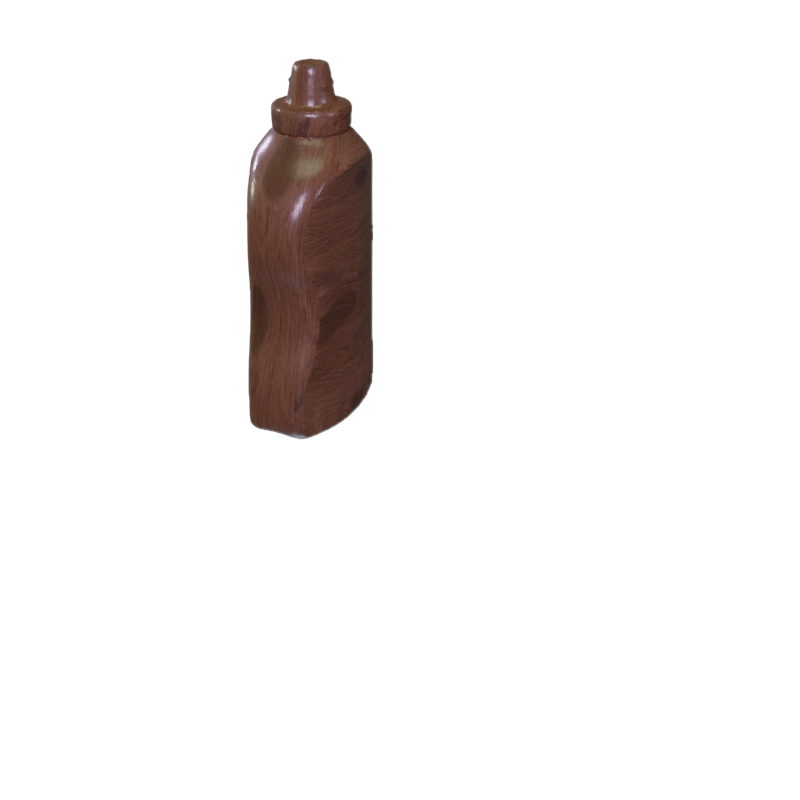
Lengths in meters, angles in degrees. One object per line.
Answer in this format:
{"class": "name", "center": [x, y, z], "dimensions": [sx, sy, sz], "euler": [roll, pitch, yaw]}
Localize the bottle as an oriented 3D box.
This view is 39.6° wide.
{"class": "bottle", "center": [-0.046, -0.084, 0.585], "dimensions": [0.061, 0.182, 0.097], "euler": [12, 26, 22]}
